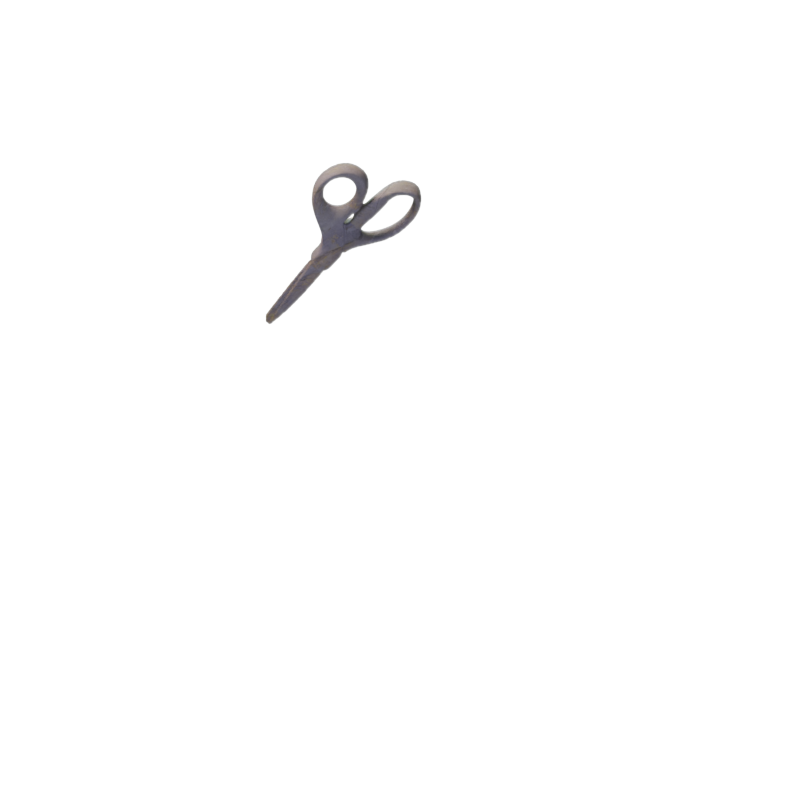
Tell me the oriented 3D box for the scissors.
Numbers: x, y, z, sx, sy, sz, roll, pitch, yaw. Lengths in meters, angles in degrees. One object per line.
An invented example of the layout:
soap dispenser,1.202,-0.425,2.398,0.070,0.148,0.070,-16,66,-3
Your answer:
scissors,-0.073,-0.133,0.931,0.201,0.017,0.090,-30,-49,29
